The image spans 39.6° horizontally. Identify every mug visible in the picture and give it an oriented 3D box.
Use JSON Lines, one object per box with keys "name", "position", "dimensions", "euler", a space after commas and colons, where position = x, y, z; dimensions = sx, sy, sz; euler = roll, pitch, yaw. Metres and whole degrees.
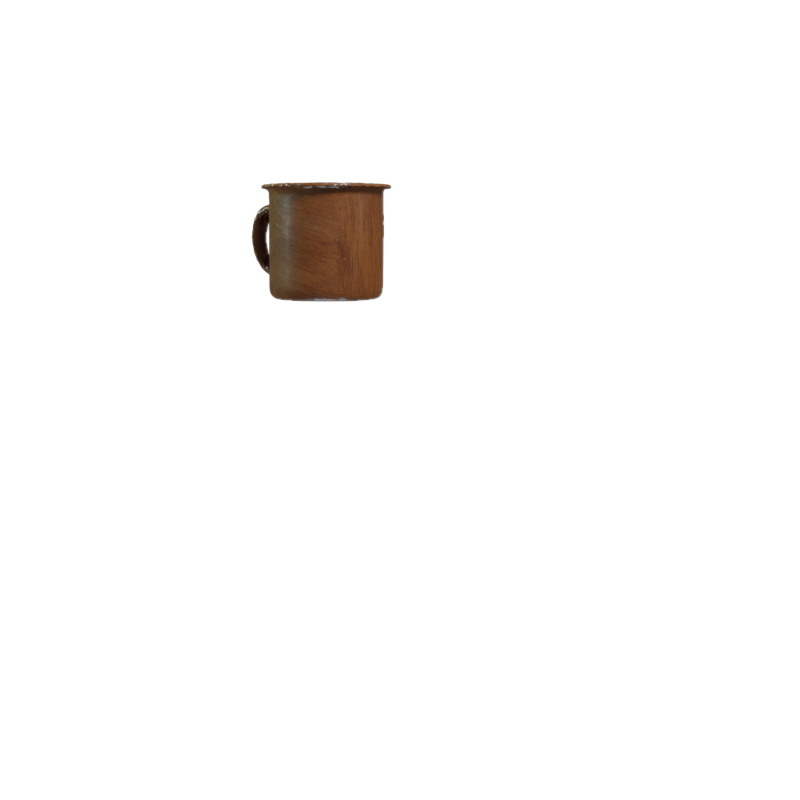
{"name": "mug", "position": [-0.063, -0.114, 0.799], "dimensions": [0.122, 0.081, 0.090], "euler": [5, 7, 37]}
